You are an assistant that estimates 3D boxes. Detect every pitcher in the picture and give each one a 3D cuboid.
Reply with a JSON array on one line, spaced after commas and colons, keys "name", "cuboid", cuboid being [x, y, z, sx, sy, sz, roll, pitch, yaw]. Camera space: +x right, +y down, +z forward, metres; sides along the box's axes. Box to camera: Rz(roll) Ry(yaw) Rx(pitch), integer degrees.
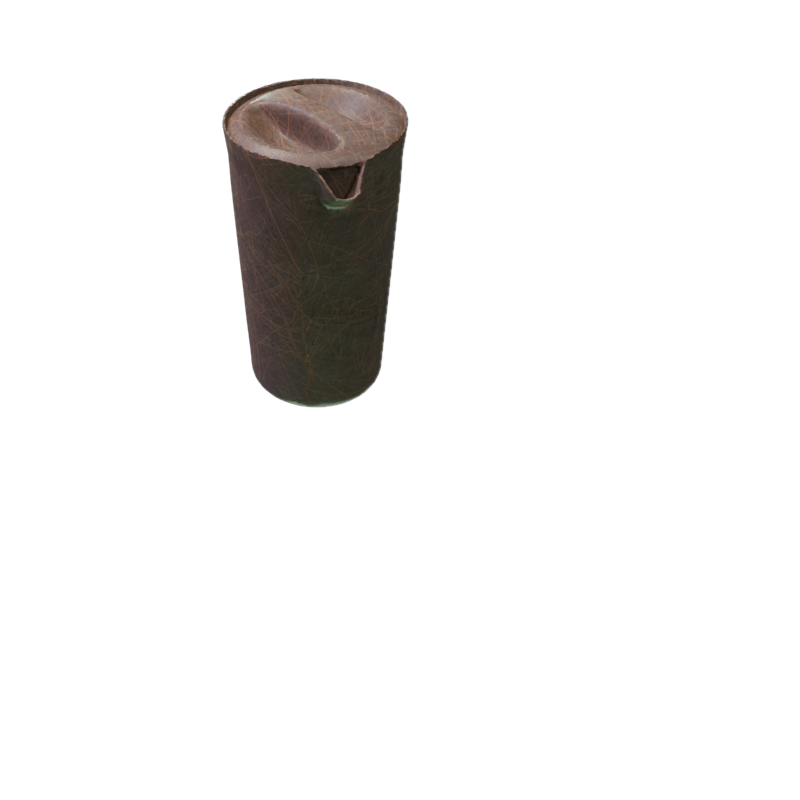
[{"name": "pitcher", "cuboid": [-0.068, -0.124, 0.865, 0.151, 0.227, 0.153, 18, 40, 20]}]
